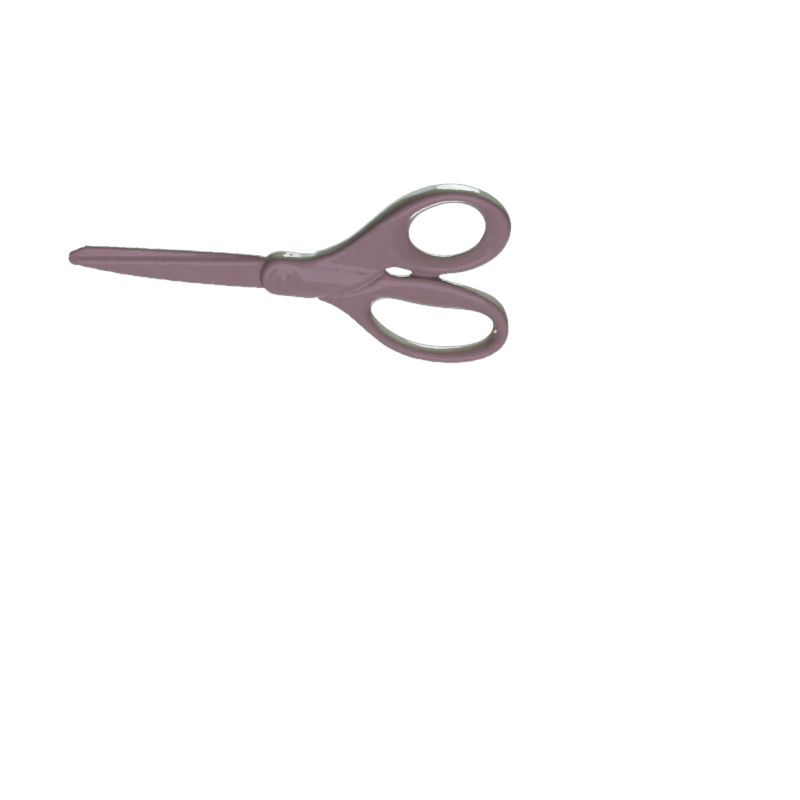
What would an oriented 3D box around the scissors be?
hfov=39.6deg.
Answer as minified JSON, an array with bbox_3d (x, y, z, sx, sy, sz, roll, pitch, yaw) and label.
[{"bbox_3d":[-0.039,-0.071,0.496,0.198,0.093,0.017,18,25,-9],"label":"scissors"}]
